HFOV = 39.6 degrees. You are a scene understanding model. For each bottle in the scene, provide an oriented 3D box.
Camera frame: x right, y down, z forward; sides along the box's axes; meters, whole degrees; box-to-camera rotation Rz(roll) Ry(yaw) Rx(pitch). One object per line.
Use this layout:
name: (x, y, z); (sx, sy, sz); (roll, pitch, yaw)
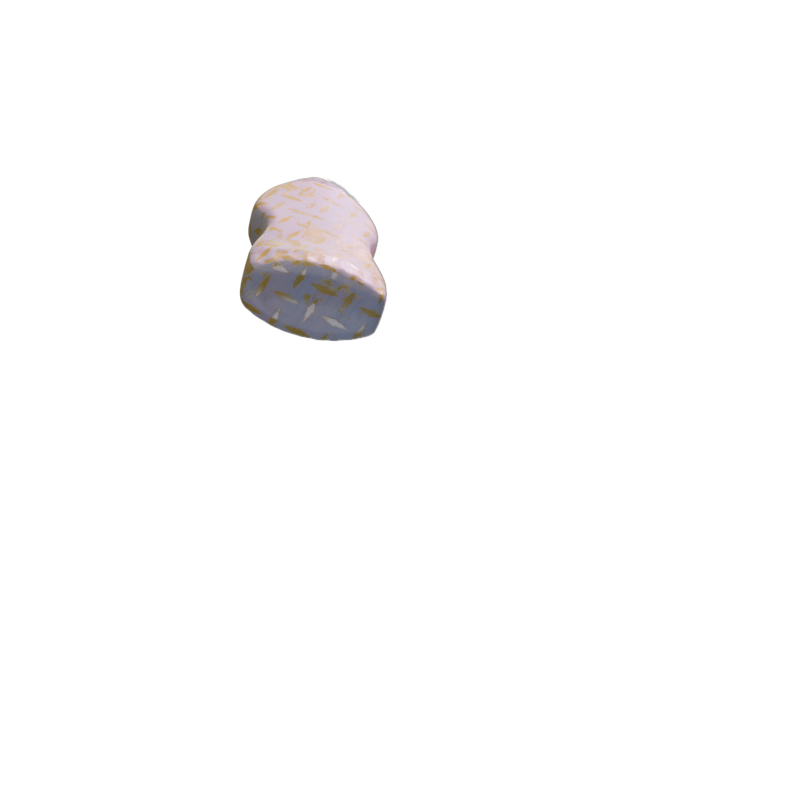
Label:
bottle: (-0.063, -0.116, 0.808); (0.095, 0.056, 0.204); (10, 30, -10)
